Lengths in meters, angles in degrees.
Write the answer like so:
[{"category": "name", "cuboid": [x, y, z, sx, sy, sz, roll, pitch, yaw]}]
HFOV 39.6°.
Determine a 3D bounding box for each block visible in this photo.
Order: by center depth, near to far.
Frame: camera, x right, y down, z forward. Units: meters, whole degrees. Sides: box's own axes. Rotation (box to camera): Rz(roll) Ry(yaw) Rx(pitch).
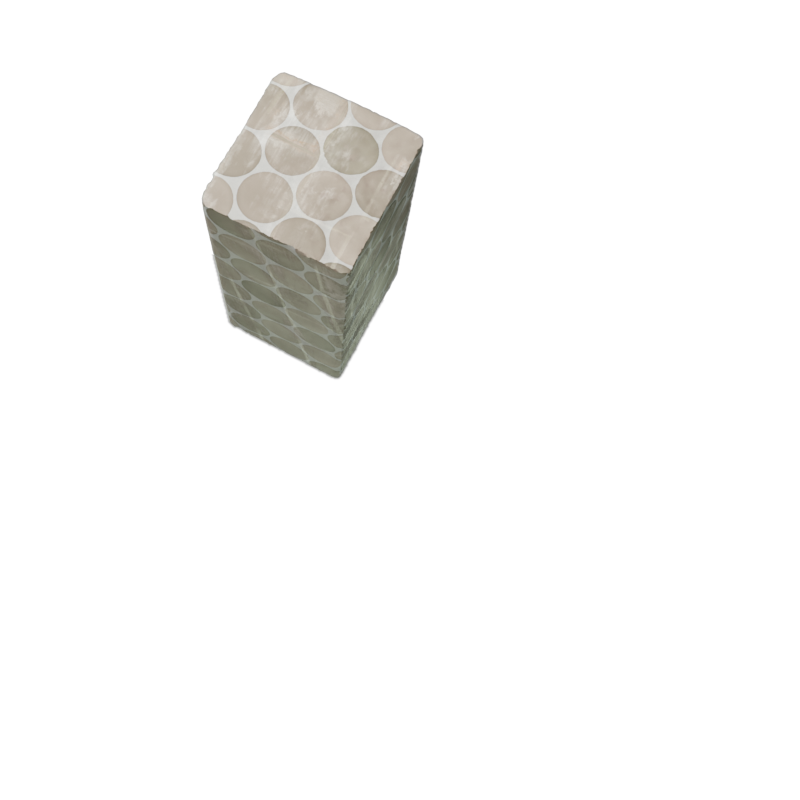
[{"category": "block", "cuboid": [-0.053, -0.096, 0.670, 0.092, 0.093, 0.198, 27, -15, 4]}]
